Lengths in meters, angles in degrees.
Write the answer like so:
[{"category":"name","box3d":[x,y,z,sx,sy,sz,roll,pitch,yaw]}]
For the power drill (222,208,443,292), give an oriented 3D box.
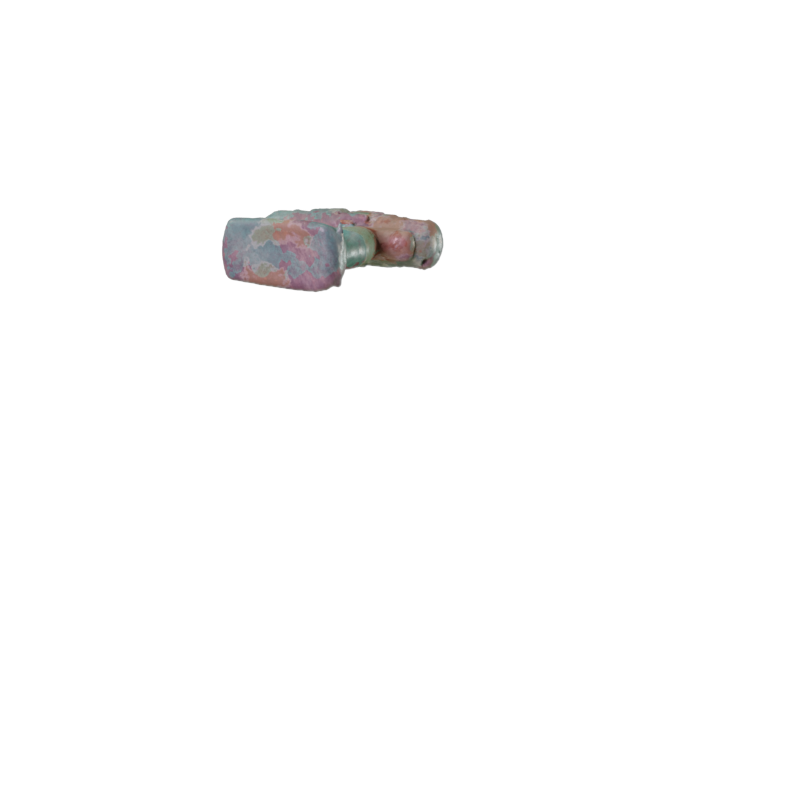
[{"category":"power drill","box3d":[-0.076,-0.140,0.977,0.191,0.056,0.186,7,16,25]}]
